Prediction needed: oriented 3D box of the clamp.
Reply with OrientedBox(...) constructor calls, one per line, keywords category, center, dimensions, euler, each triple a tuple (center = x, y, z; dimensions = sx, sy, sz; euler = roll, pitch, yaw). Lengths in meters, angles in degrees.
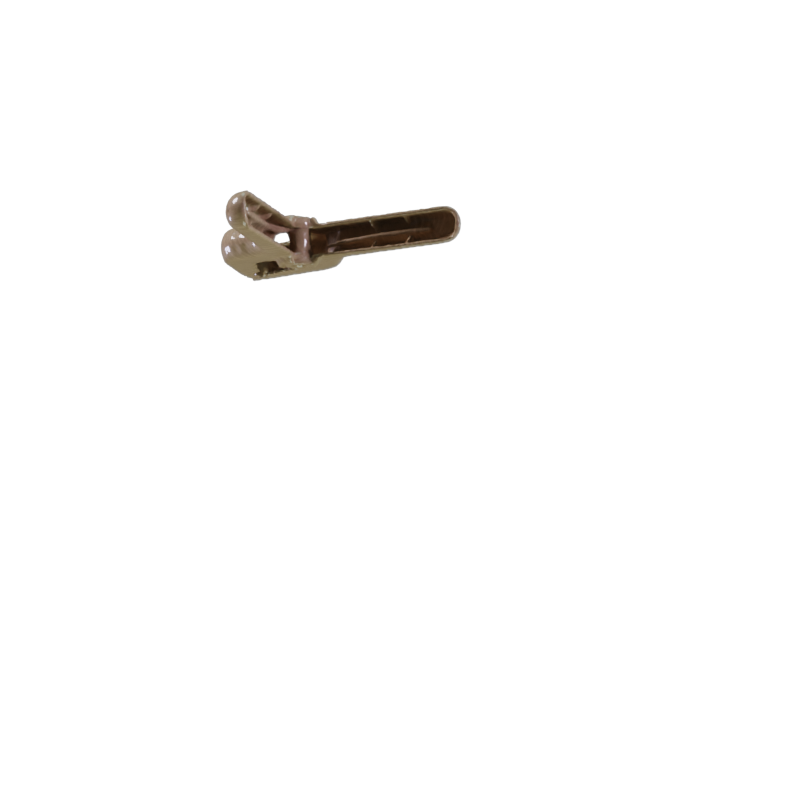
OrientedBox(category="clamp", center=(-0.063, -0.115, 0.806), dimensions=(0.161, 0.037, 0.211), euler=(1, -3, -18))
